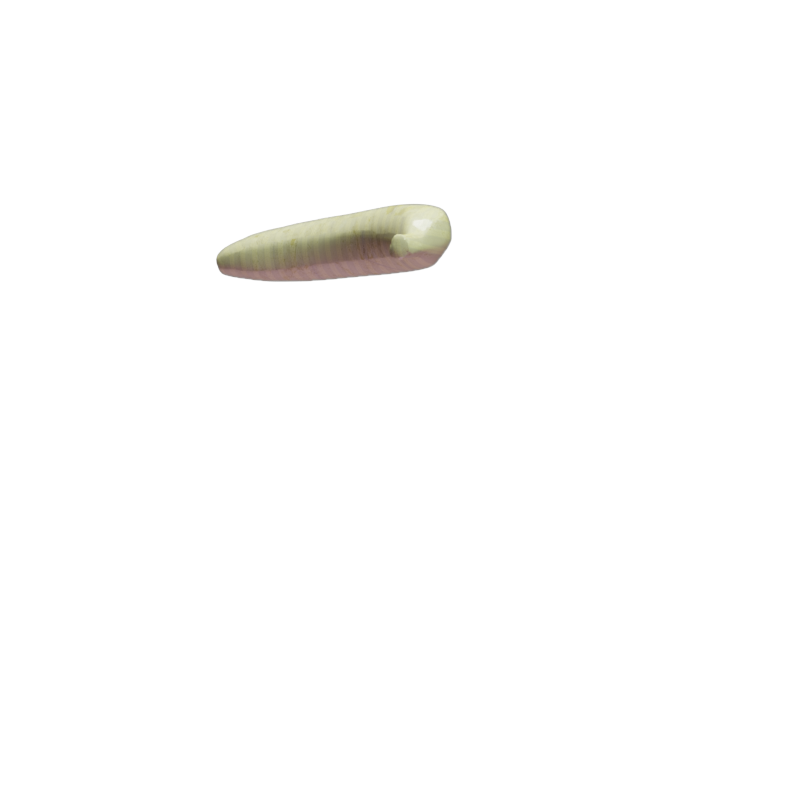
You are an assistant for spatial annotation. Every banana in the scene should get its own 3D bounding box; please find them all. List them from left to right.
[{"bbox_3d":[-0.031,-0.088,0.623,0.067,0.037,0.204,0,2,-35],"label":"banana"}]
